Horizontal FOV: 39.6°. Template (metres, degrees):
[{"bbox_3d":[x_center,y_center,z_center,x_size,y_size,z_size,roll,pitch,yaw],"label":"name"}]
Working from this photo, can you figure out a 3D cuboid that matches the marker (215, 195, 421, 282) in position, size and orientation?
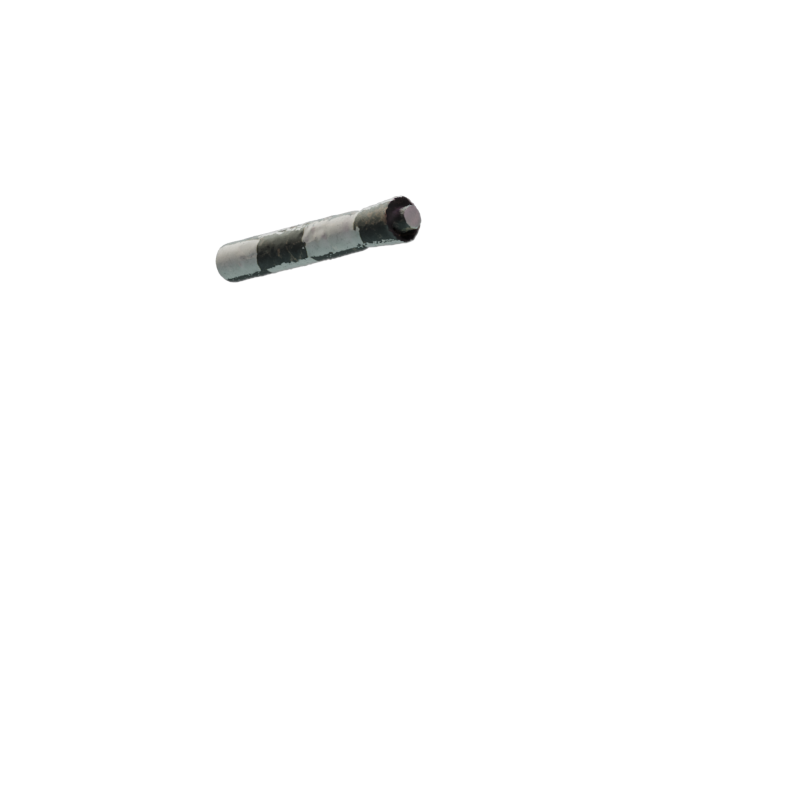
[{"bbox_3d":[-0.037,-0.067,0.471,0.019,0.020,0.124,-3,-1,-42],"label":"marker"}]
